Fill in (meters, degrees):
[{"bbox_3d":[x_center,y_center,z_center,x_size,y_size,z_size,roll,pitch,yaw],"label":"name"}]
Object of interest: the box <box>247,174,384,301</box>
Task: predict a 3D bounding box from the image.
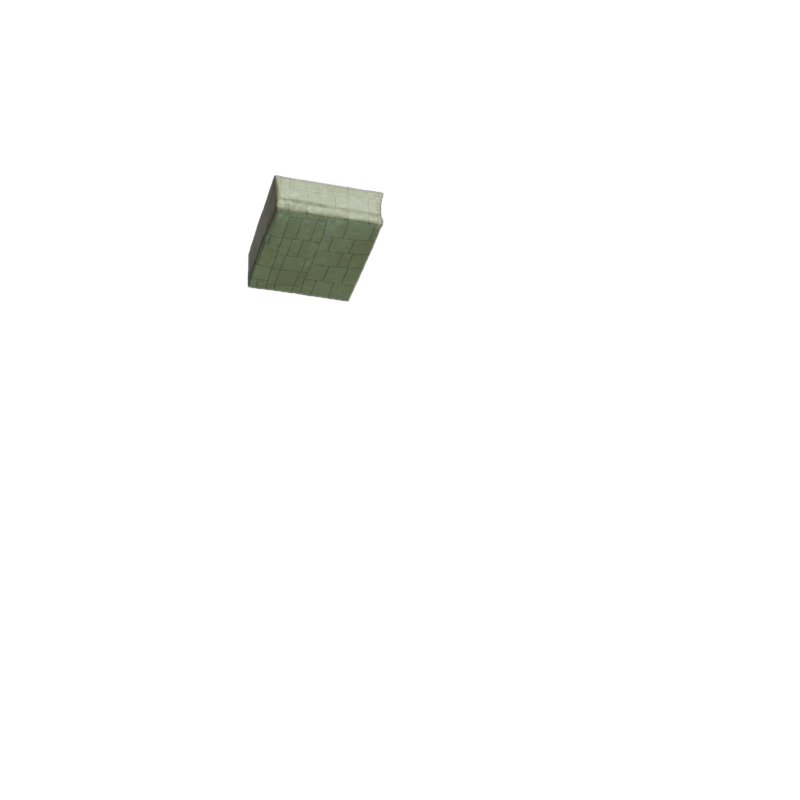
[{"bbox_3d":[-0.071,-0.129,0.902,0.088,0.041,0.109,8,-31,-14],"label":"box"}]
